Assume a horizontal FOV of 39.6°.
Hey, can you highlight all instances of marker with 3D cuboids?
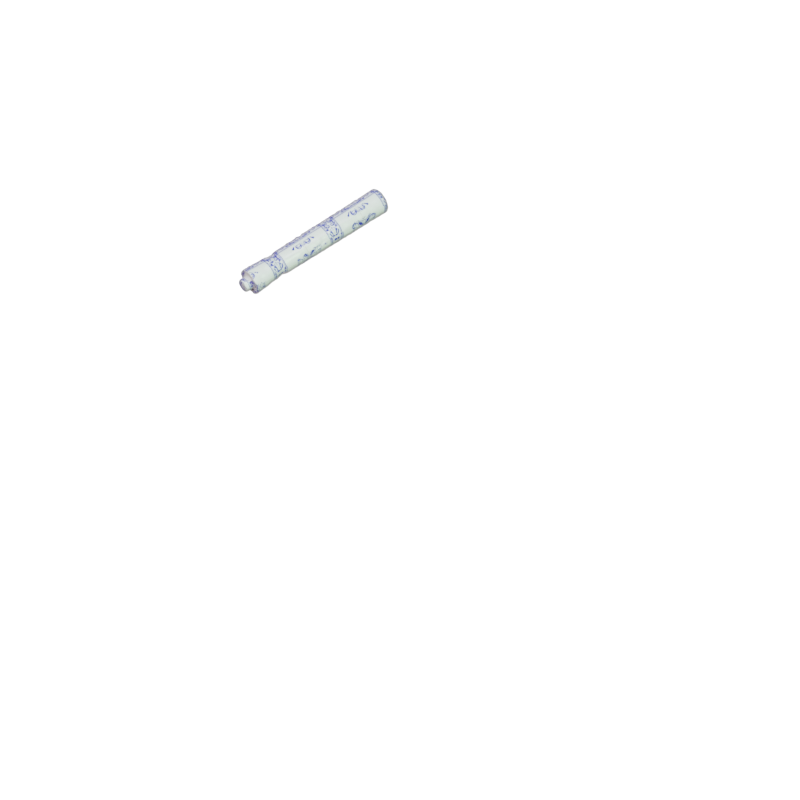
[{"bbox_3d":[-0.059,-0.108,0.760,0.121,0.019,0.020,-36,20,-23],"label":"marker"}]
